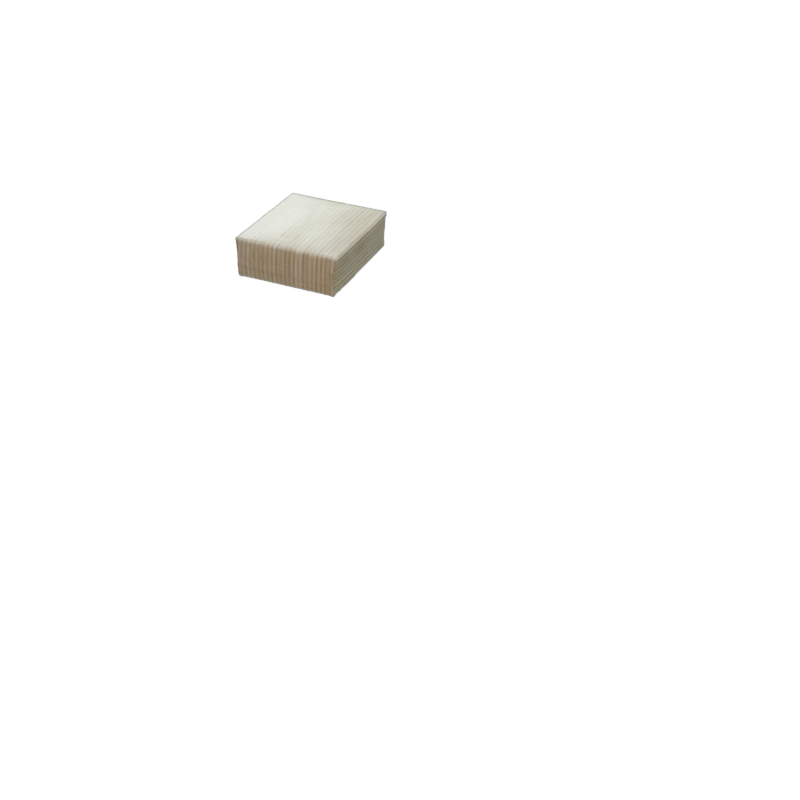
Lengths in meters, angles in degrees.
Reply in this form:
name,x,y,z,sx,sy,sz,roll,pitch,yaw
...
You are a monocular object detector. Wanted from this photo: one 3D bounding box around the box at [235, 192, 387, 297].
name,x,y,z,sx,sy,sz,roll,pitch,yaw
box,-0.072,-0.131,0.920,0.093,0.037,0.117,12,34,18
